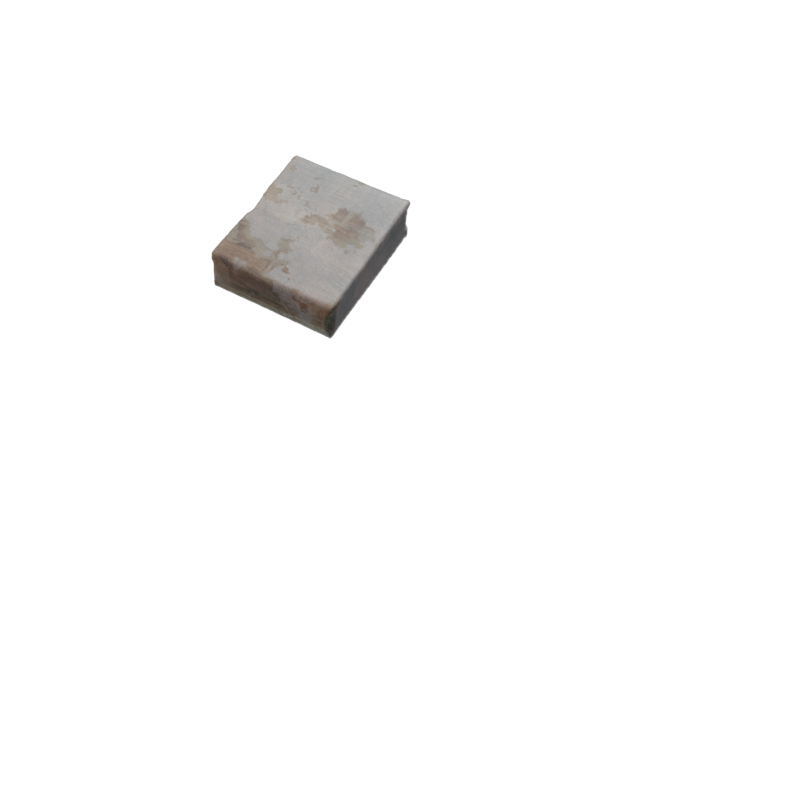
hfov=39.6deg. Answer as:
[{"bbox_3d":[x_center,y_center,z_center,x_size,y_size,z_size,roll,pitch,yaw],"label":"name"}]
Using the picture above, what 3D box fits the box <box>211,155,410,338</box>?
[{"bbox_3d":[-0.046,-0.085,0.593,0.076,0.092,0.028,24,-35,17],"label":"box"}]
